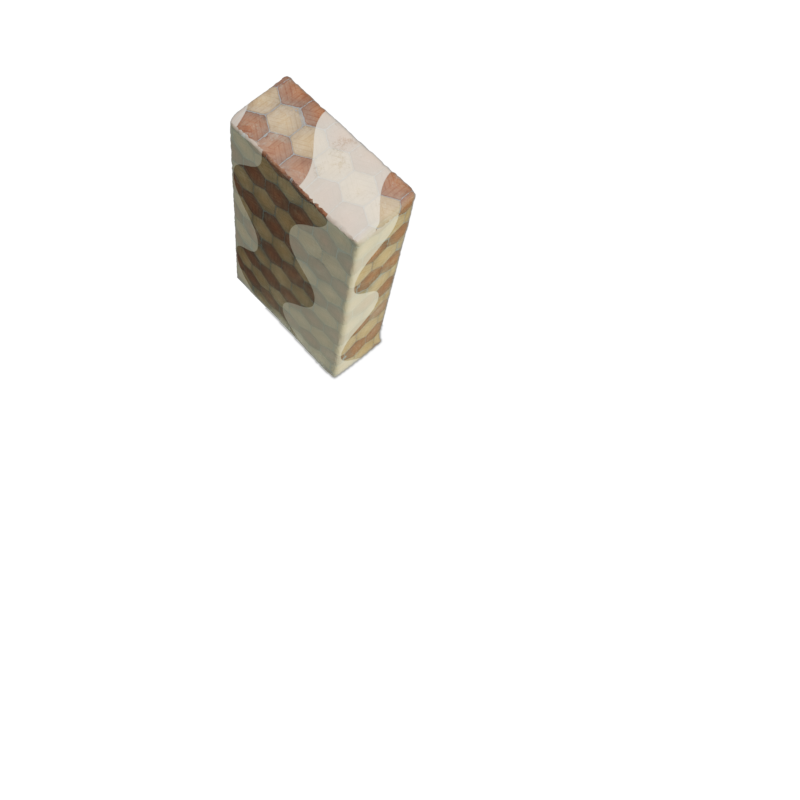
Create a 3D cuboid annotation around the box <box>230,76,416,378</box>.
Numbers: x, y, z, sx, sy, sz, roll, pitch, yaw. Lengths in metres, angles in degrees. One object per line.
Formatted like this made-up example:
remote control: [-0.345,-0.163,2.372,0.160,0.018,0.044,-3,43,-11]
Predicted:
box: [-0.047,-0.085,0.594,0.048,0.097,0.168,-40,-14,-16]
